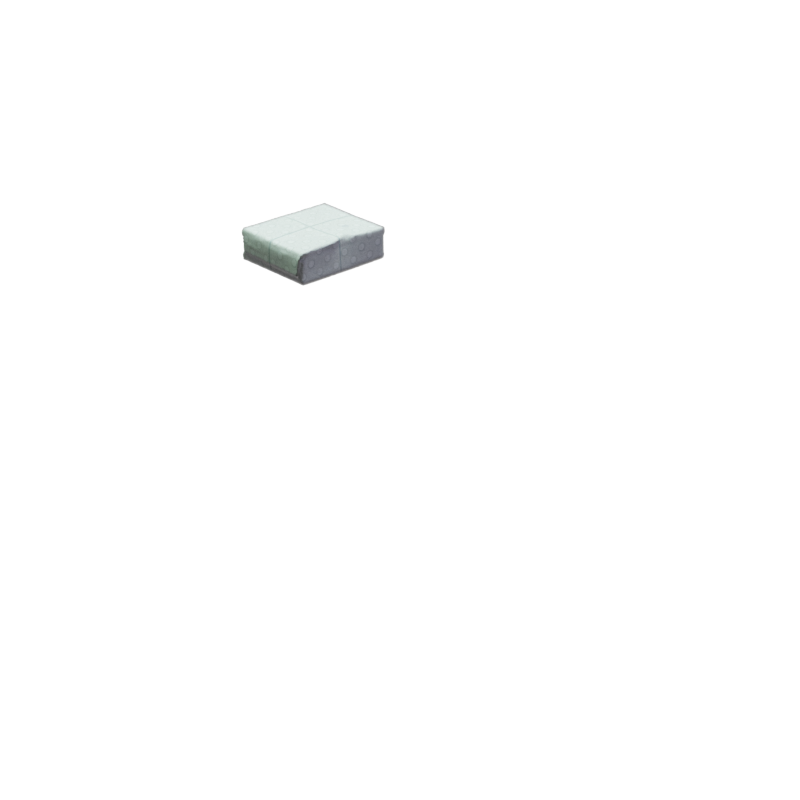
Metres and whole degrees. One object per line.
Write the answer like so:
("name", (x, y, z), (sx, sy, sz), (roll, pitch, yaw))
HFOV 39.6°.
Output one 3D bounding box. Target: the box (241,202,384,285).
("box", (-0.068, -0.125, 0.873), (0.088, 0.029, 0.078), (-23, 36, -37))
